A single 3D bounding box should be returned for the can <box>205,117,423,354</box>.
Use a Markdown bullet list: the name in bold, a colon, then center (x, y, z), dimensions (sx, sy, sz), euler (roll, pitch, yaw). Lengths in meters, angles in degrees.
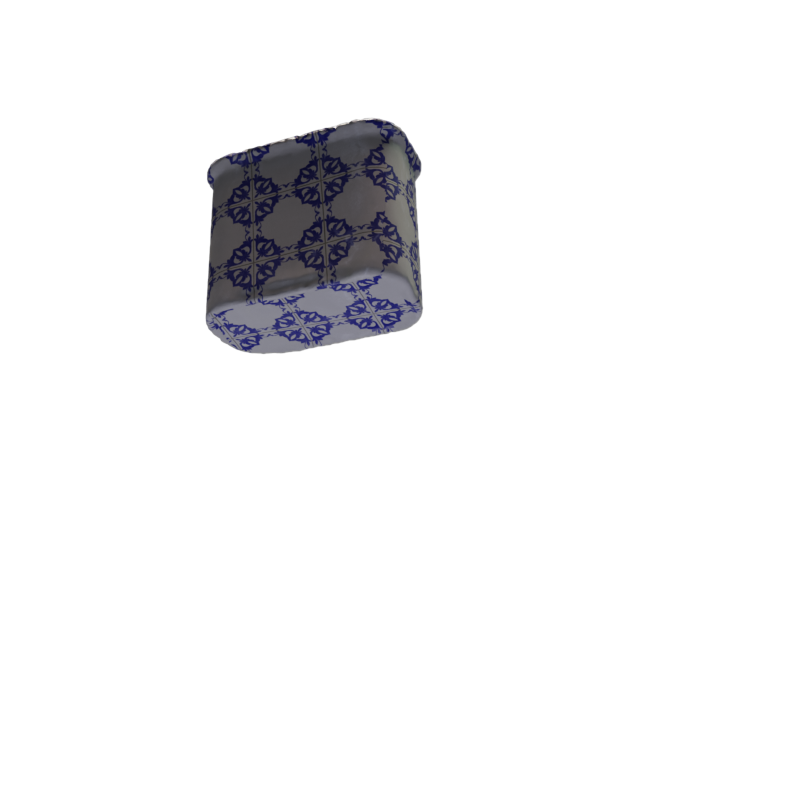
- **can**: center (-0.040, -0.074, 0.515), dimensions (0.103, 0.089, 0.053), euler (-12, -32, 18)
